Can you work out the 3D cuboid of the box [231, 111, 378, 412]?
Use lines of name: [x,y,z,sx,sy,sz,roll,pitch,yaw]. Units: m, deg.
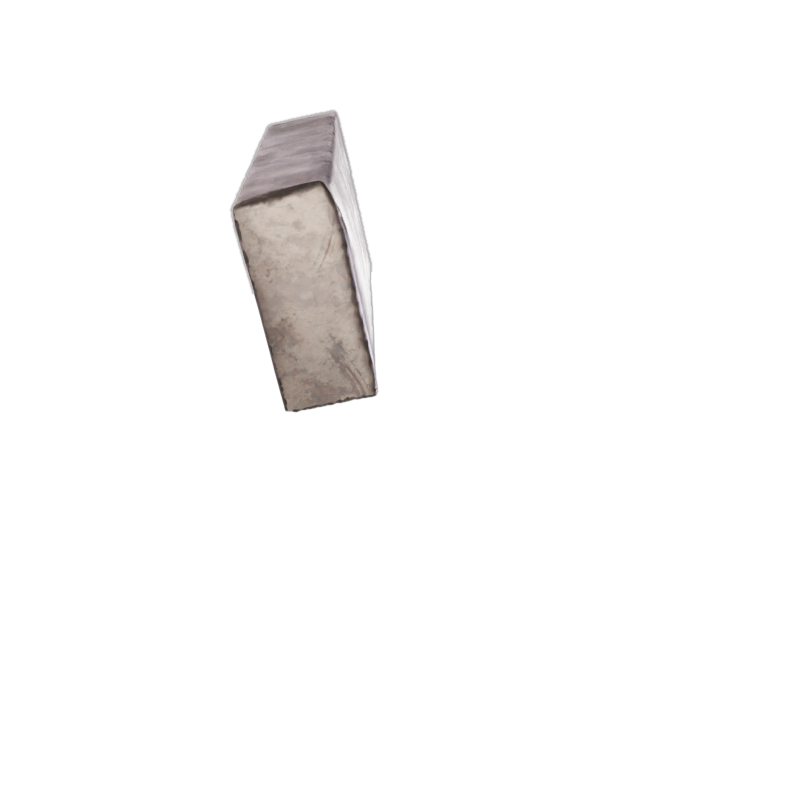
box: [-0.041,-0.074,0.522,0.048,0.089,0.184,-13,21,1]
